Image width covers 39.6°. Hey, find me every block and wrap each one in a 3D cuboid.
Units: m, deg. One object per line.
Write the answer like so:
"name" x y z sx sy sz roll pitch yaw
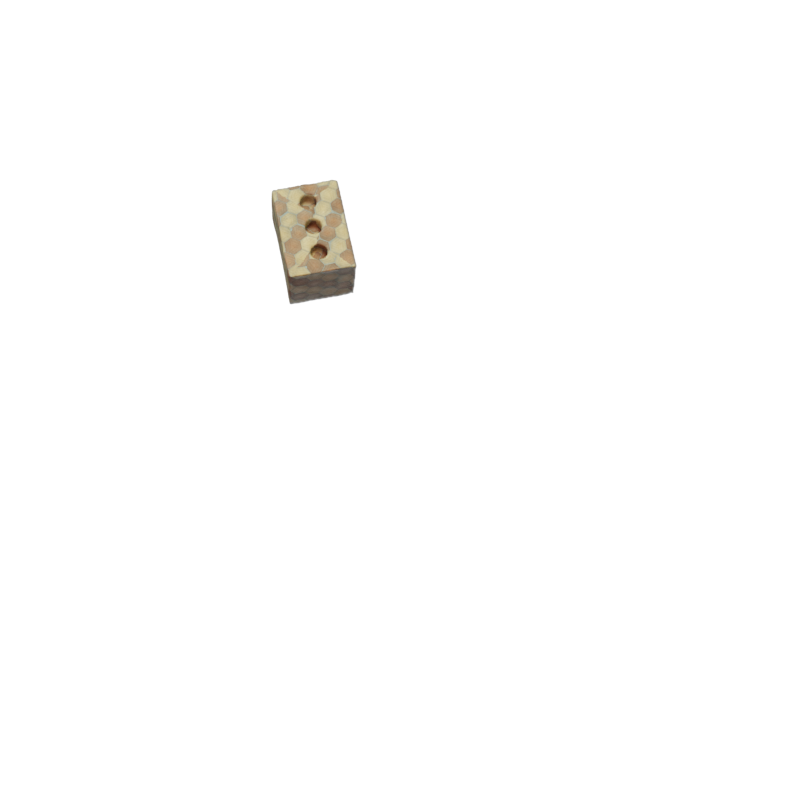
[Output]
"block" -0.067 -0.122 0.851 0.052 0.083 0.048 -11 -24 -7
